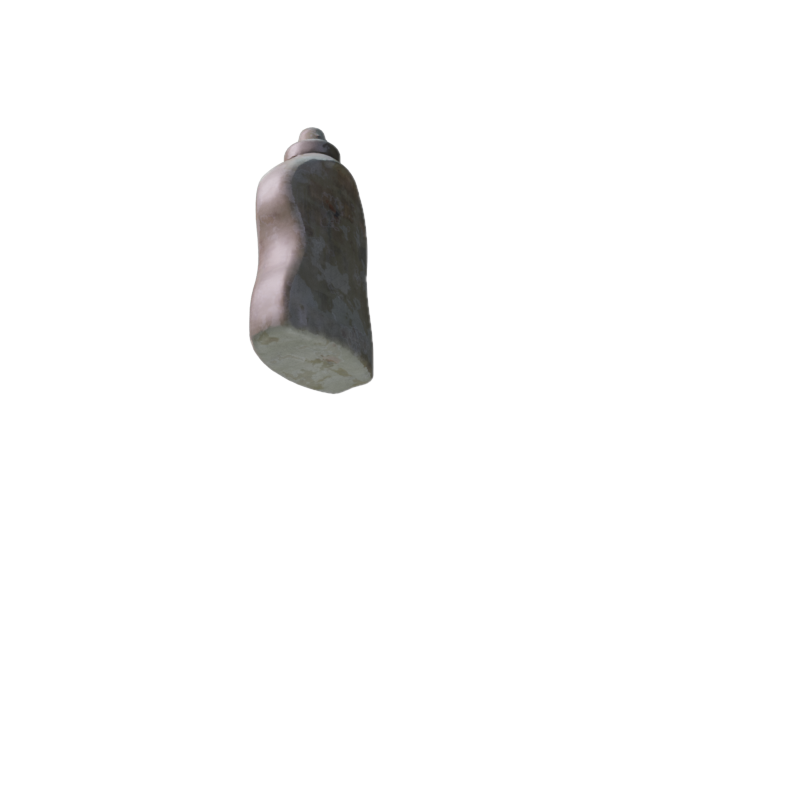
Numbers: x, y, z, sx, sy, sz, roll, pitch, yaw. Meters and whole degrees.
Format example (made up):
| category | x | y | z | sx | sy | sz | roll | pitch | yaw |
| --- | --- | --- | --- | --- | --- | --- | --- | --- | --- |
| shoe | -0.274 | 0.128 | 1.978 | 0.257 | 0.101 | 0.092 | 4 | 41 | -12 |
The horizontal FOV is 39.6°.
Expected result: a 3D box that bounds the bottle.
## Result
| category | x | y | z | sx | sy | sz | roll | pitch | yaw |
| --- | --- | --- | --- | --- | --- | --- | --- | --- | --- |
| bottle | -0.059 | -0.108 | 0.755 | 0.059 | 0.205 | 0.089 | -24 | -38 | 31 |
